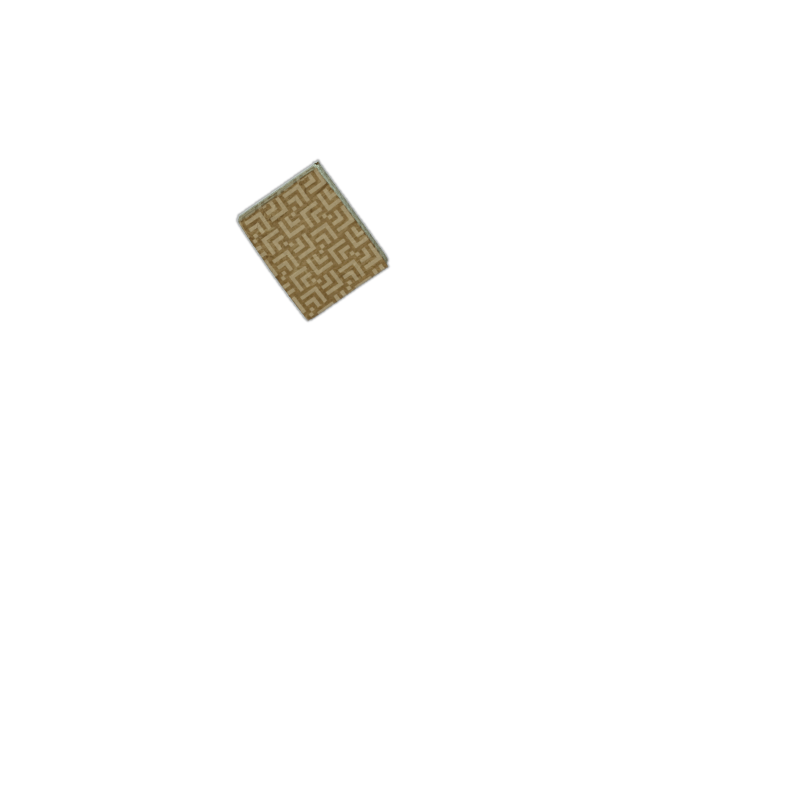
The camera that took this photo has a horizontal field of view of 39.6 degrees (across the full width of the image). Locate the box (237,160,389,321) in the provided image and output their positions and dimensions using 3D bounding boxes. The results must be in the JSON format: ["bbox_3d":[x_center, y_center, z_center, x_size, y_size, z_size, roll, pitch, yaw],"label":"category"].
[{"bbox_3d":[-0.077,-0.140,0.980,0.090,0.110,0.040,-34,13,8],"label":"box"}]
